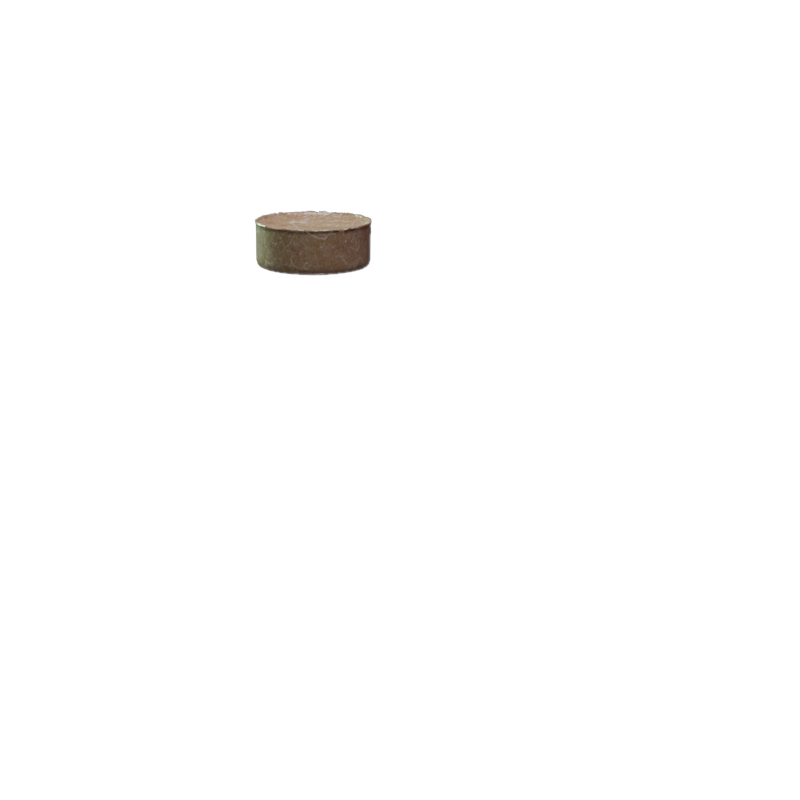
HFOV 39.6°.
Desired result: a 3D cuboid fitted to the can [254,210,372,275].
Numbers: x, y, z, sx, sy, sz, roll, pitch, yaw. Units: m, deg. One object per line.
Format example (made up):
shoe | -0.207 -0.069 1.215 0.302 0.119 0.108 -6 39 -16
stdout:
can | -0.064 -0.116 0.815 0.086 0.032 0.089 -1 17 -2
